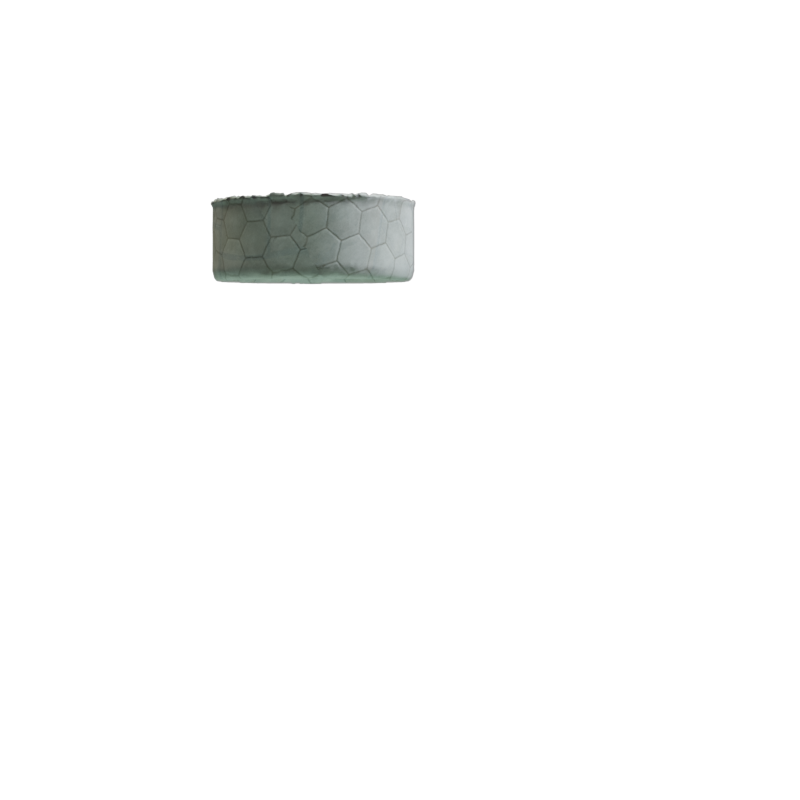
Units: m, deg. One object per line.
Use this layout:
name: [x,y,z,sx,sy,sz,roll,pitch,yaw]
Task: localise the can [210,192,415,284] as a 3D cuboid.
can: [-0.036,-0.066,0.465,0.086,0.034,0.086,0,4,-2]
